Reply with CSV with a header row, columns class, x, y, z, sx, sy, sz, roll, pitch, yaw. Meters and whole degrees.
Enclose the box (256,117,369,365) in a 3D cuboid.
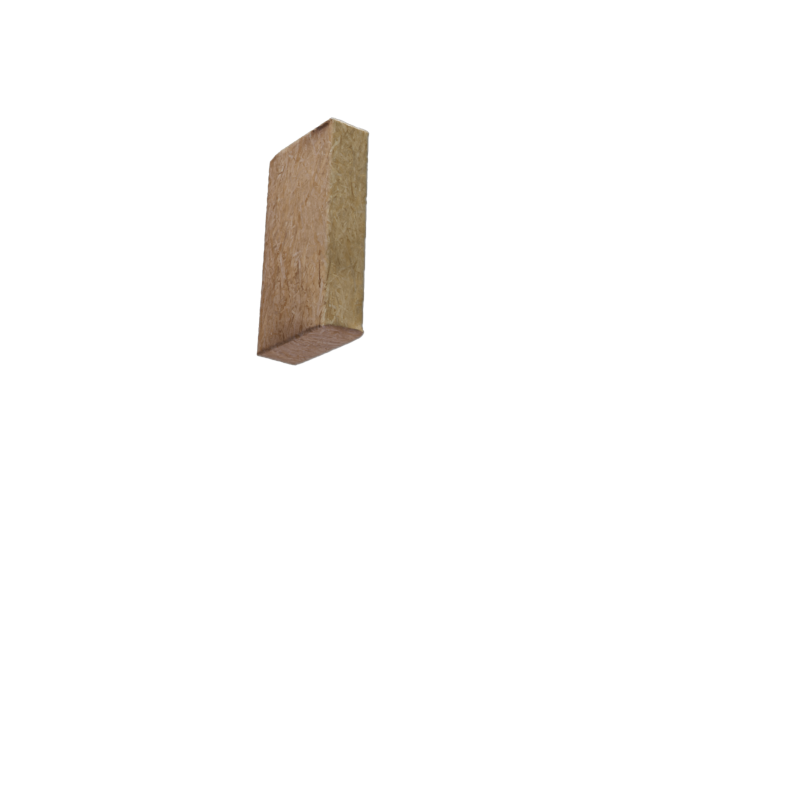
class,x,y,z,sx,sy,sz,roll,pitch,yaw
box,-0.069,-0.125,0.874,0.045,0.185,0.094,15,-27,-36
